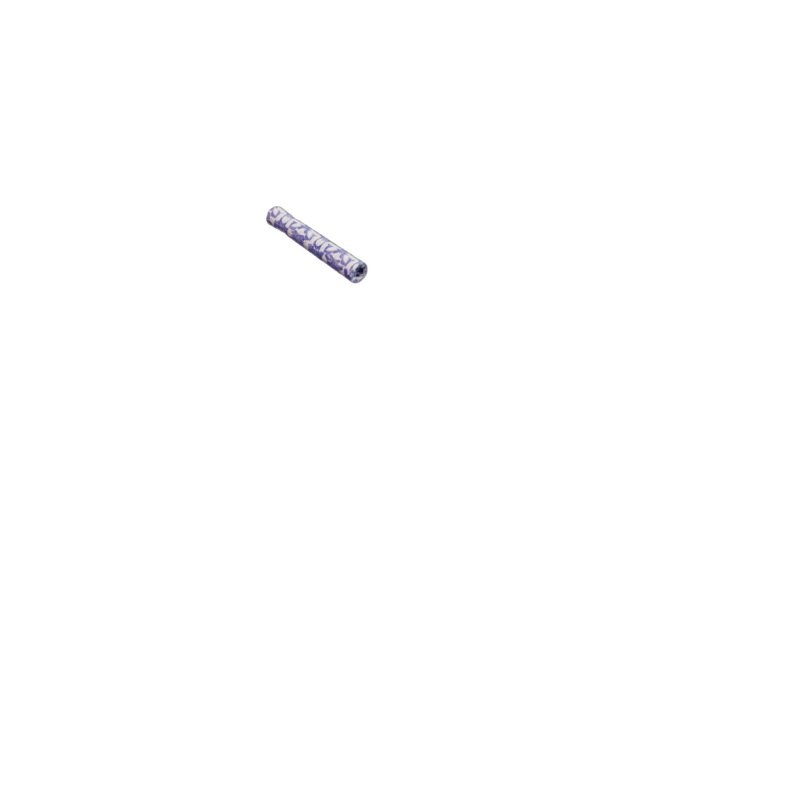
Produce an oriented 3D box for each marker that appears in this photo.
[{"bbox_3d":[-0.072,-0.132,0.924,0.019,0.019,0.130,-3,31,-43],"label":"marker"}]
